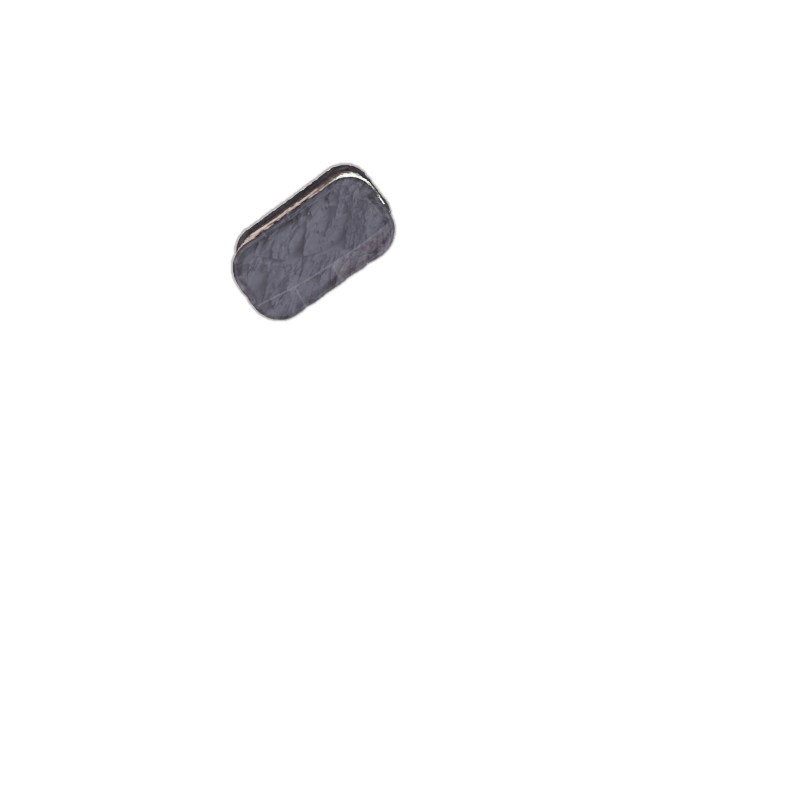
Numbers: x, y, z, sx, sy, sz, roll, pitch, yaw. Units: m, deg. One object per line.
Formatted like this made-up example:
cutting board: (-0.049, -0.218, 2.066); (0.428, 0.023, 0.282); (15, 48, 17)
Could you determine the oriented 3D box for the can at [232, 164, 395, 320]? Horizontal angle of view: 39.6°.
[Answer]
can: (-0.053, -0.096, 0.673); (0.102, 0.056, 0.086); (-35, 11, 4)
